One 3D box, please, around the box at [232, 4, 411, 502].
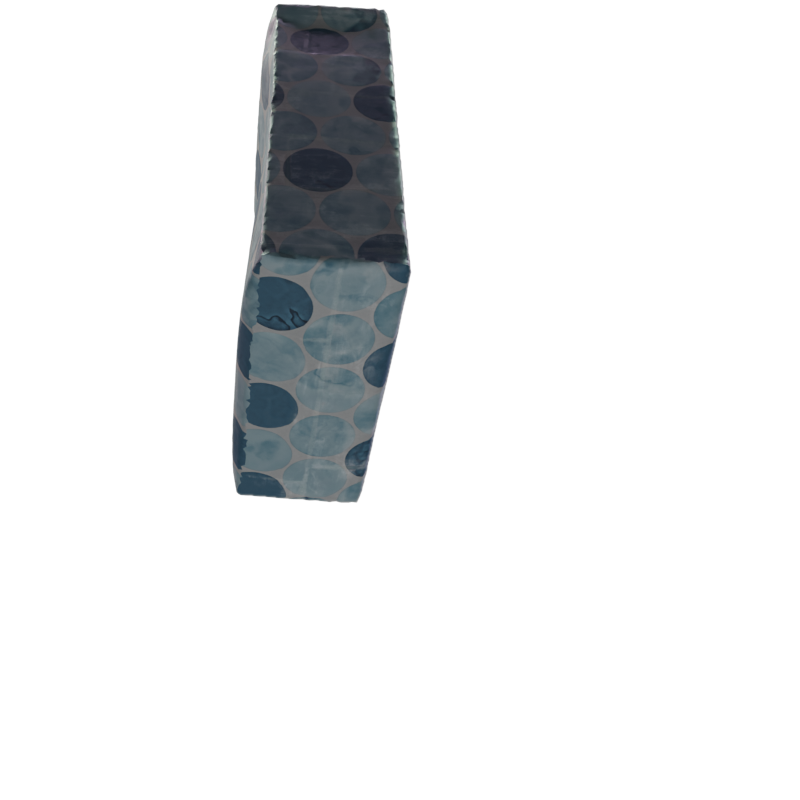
[{"bbox_3d":[-0.045,-0.083,0.581,0.071,0.230,0.154,4,-45,-8],"label":"box"}]
